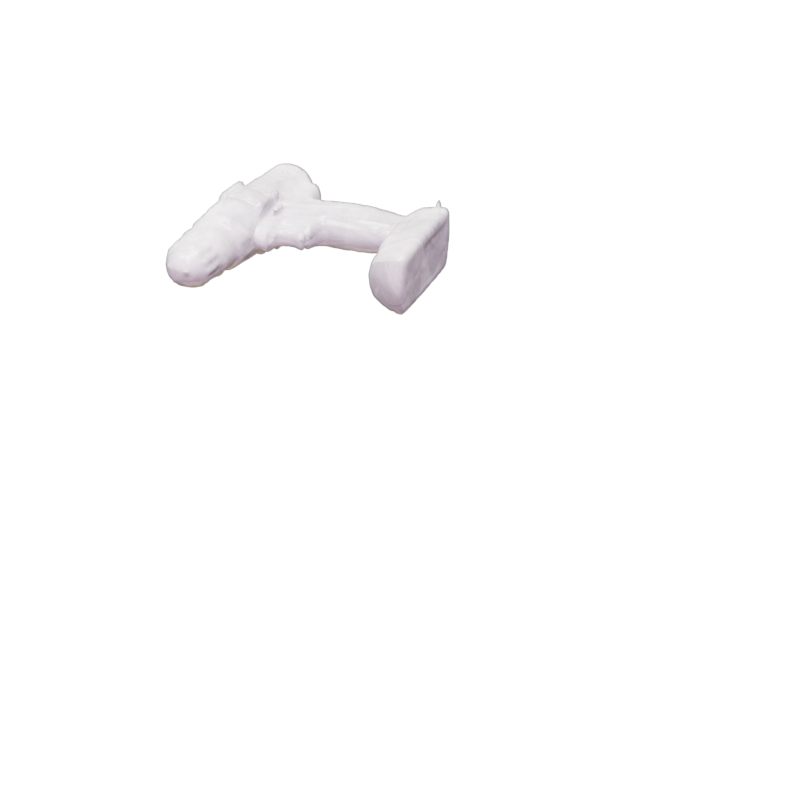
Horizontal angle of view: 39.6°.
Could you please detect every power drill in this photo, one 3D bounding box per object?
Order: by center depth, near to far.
[{"bbox_3d":[-0.069,-0.125,0.877,0.195,0.054,0.189,17,39,21],"label":"power drill"}]
